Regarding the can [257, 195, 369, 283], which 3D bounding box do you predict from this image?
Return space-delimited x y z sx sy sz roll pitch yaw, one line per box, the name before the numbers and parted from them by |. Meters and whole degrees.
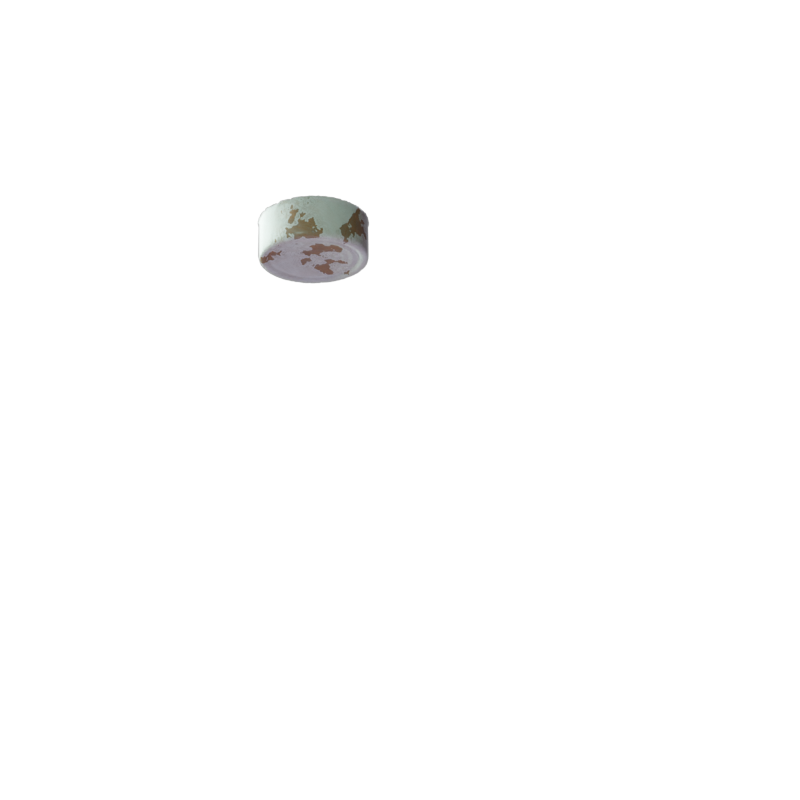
can | -0.066 -0.121 0.848 0.086 0.035 0.082 0 -21 -2
